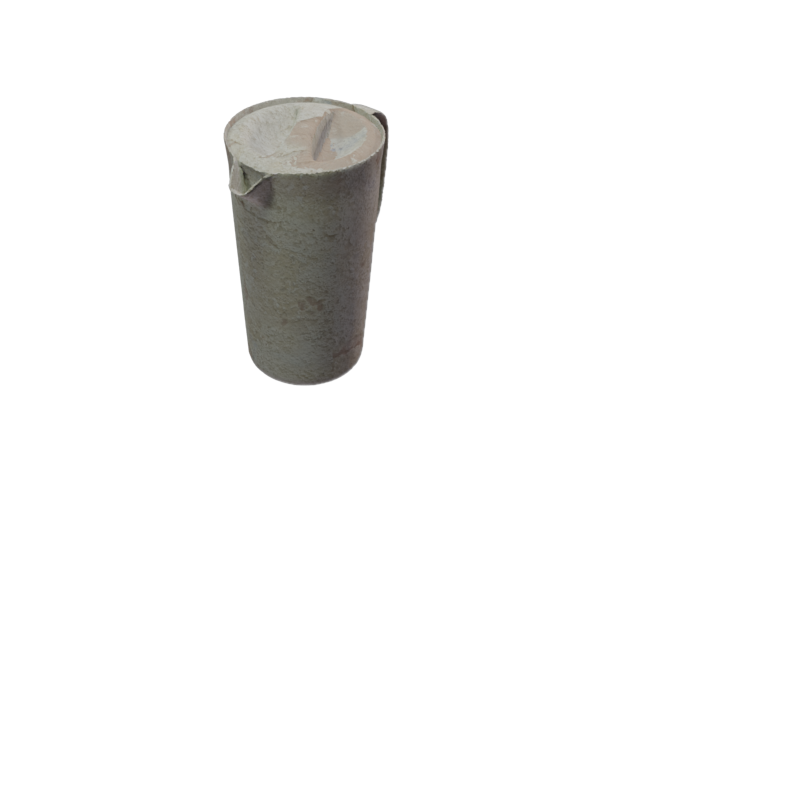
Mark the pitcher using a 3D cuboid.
[{"bbox_3d":[-0.077,-0.140,0.983,0.148,0.227,0.156,-4,39,-8],"label":"pitcher"}]
